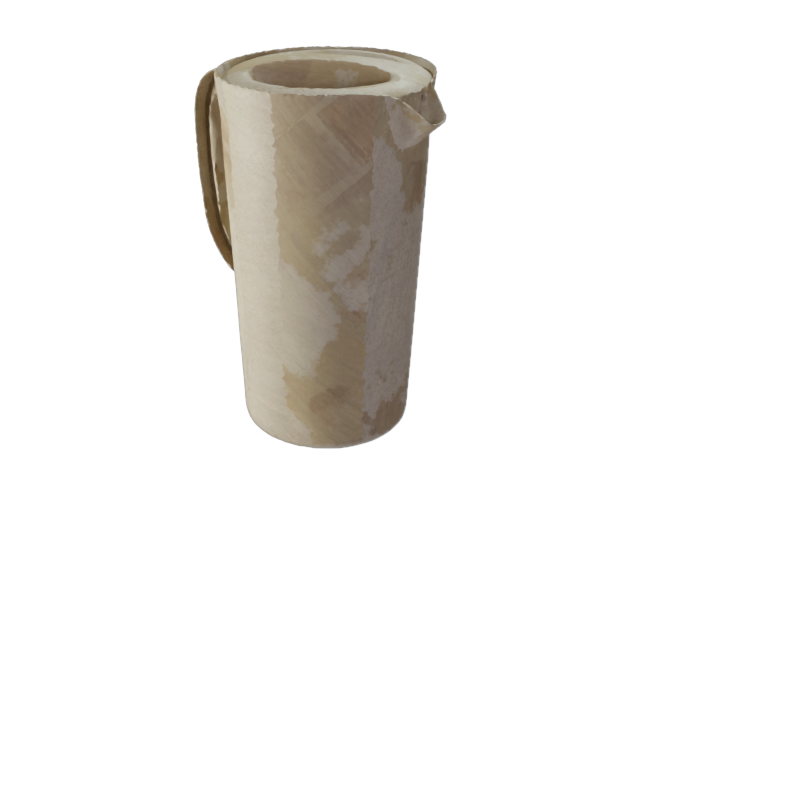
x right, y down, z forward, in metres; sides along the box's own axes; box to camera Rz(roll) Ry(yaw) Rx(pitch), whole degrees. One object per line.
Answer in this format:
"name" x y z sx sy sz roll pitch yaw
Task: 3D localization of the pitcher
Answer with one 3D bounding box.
"pitcher" -0.056 -0.101 0.709 0.144 0.231 0.158 -2 25 -8
